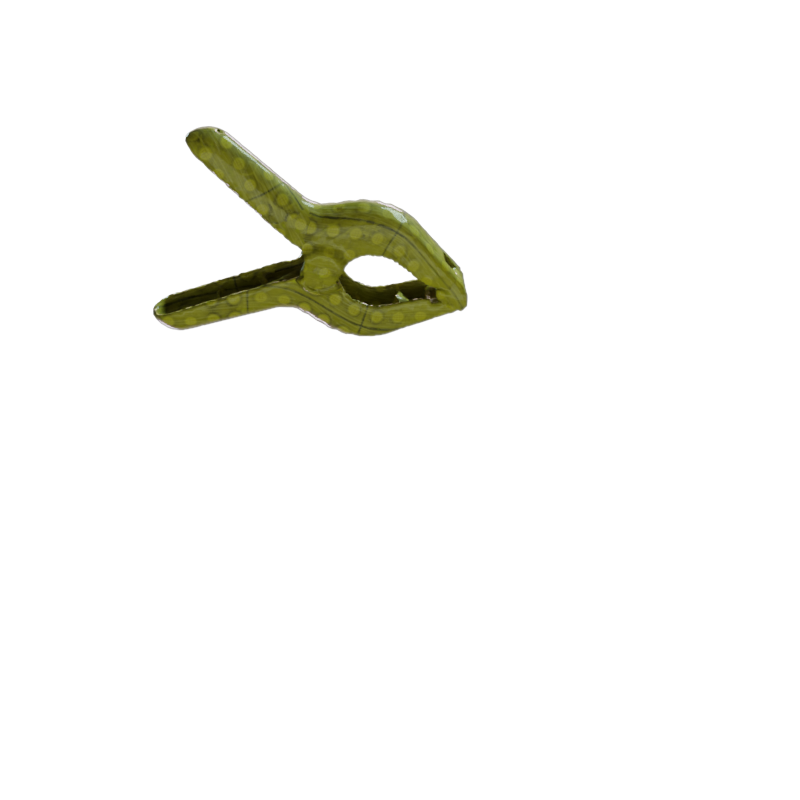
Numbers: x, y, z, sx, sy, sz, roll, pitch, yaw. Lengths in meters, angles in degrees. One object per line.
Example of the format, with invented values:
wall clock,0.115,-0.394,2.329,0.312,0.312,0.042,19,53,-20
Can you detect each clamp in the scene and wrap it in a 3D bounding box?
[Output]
clamp,-0.047,-0.085,0.594,0.171,0.113,0.042,4,37,-3
